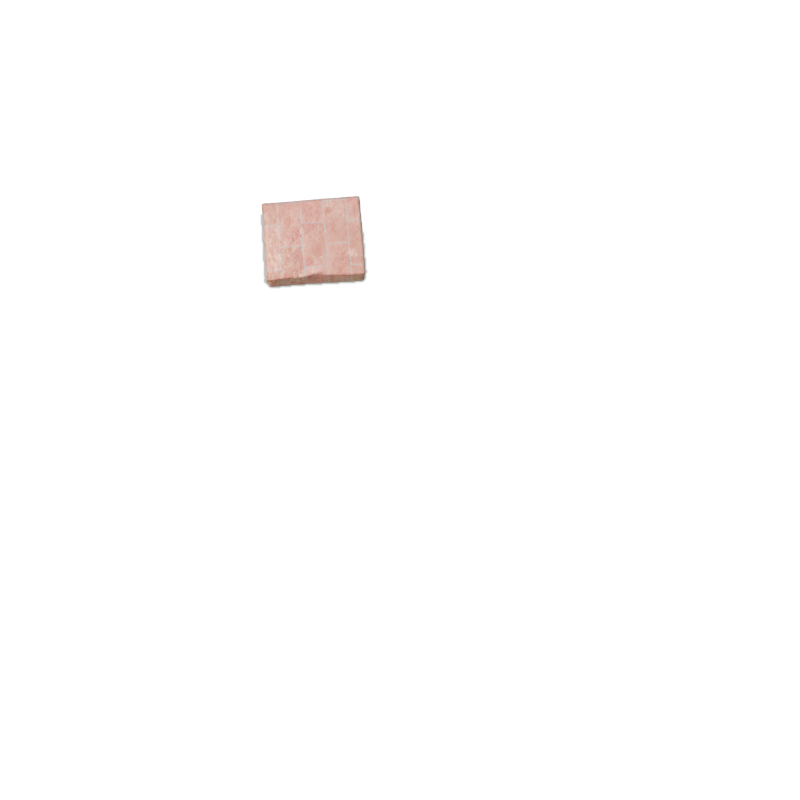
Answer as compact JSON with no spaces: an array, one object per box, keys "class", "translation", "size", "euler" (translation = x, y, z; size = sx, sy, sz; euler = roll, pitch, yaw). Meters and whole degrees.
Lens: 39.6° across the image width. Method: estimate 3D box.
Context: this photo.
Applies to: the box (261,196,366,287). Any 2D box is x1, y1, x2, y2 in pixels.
[{"class":"box","translation":[-0.078,-0.142,0.991],"size":[0.089,0.076,0.029],"euler":[-4,-16,-2]}]
